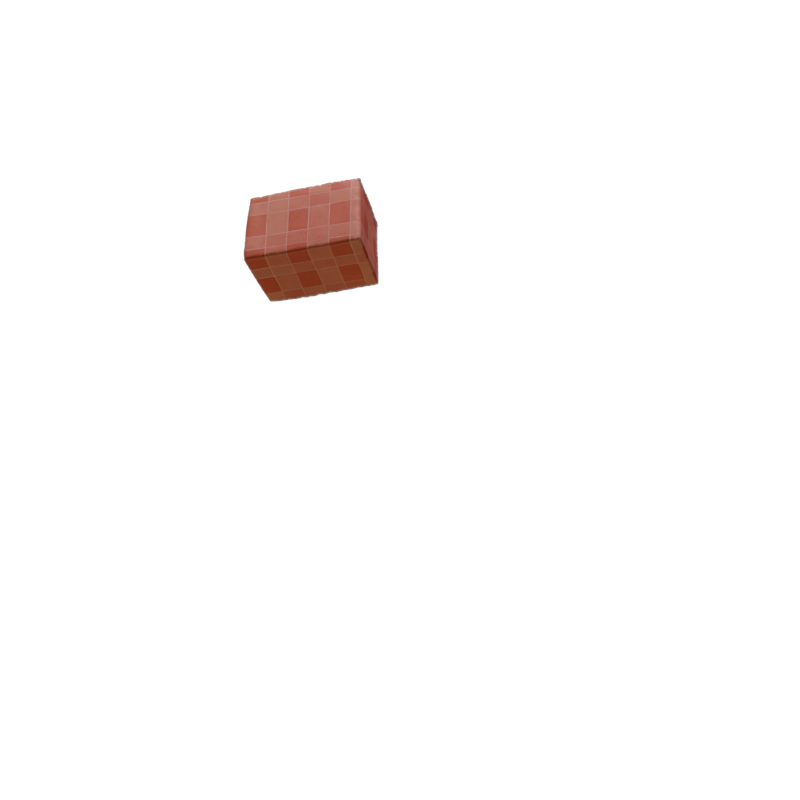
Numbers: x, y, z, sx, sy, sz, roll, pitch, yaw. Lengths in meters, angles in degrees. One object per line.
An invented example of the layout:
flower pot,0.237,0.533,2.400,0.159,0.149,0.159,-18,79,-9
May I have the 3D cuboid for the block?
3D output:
block,-0.057,-0.104,0.727,0.079,0.055,0.049,-9,-34,12
